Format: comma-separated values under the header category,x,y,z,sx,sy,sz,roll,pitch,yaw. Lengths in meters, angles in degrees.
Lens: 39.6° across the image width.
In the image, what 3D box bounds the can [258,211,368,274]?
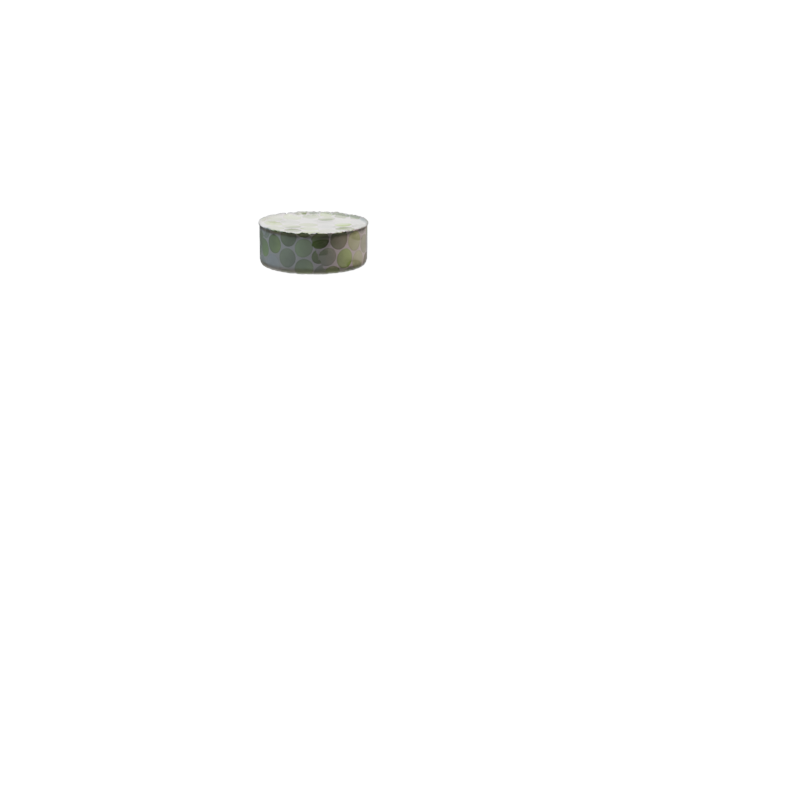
category,x,y,z,sx,sy,sz,roll,pitch,yaw
can,-0.068,-0.124,0.868,0.086,0.032,0.089,-1,19,-2
